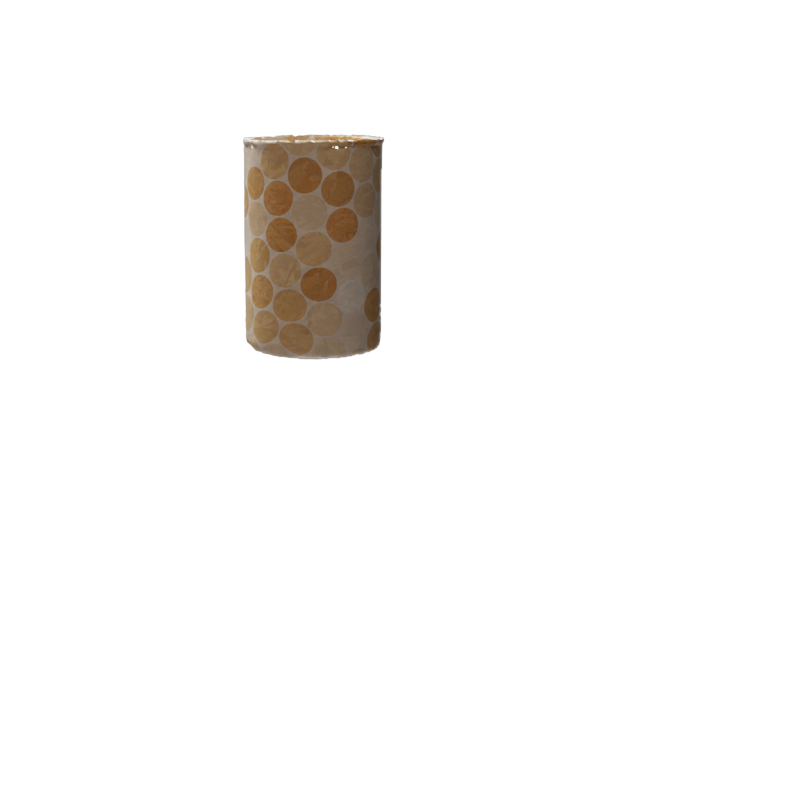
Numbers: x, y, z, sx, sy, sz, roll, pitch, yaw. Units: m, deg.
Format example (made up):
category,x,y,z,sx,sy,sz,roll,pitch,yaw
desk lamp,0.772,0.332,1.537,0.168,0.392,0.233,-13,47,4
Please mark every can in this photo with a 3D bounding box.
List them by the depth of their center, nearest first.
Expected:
category,x,y,z,sx,sy,sz,roll,pitch,yaw
can,-0.042,-0.077,0.540,0.068,0.100,0.070,0,10,-2
